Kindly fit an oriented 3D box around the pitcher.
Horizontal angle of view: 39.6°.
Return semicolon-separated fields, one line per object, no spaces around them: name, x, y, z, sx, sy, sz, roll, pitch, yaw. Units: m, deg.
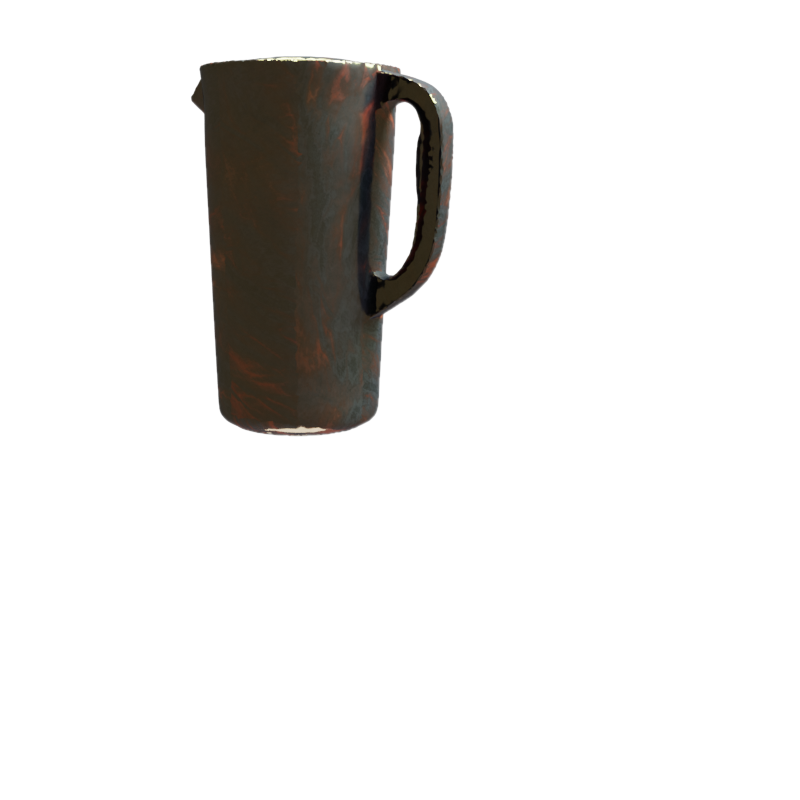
pitcher;-0.057;-0.105;0.734;0.142;0.240;0.155;-2;7;-20
